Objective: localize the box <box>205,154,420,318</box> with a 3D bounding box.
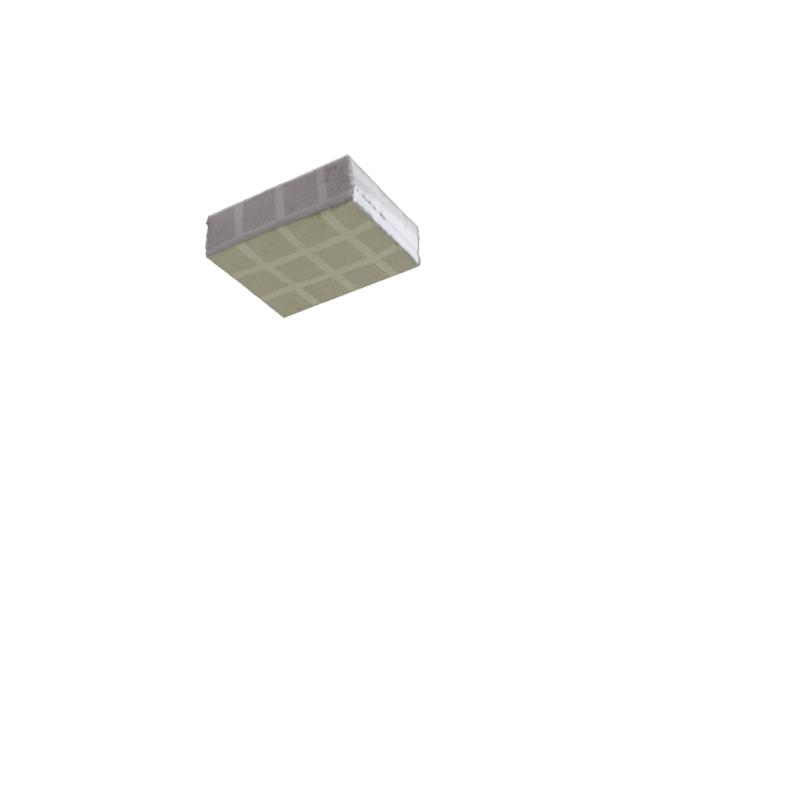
[{"bbox_3d":[-0.057,-0.103,0.722,0.115,0.041,0.083,-17,-34,26],"label":"box"}]
